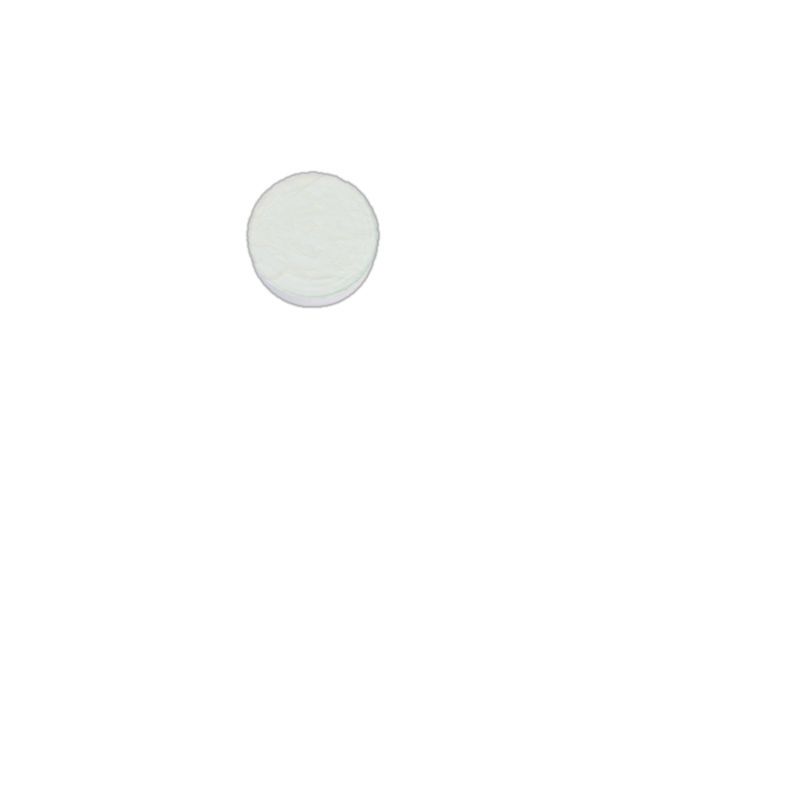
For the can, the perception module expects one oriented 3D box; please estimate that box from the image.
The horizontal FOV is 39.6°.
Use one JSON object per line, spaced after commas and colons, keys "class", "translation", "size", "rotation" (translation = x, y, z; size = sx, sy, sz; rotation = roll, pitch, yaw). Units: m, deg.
{"class": "can", "translation": [-0.058, -0.105, 0.736], "size": [0.086, 0.089, 0.032], "rotation": [0, -14, -1]}
